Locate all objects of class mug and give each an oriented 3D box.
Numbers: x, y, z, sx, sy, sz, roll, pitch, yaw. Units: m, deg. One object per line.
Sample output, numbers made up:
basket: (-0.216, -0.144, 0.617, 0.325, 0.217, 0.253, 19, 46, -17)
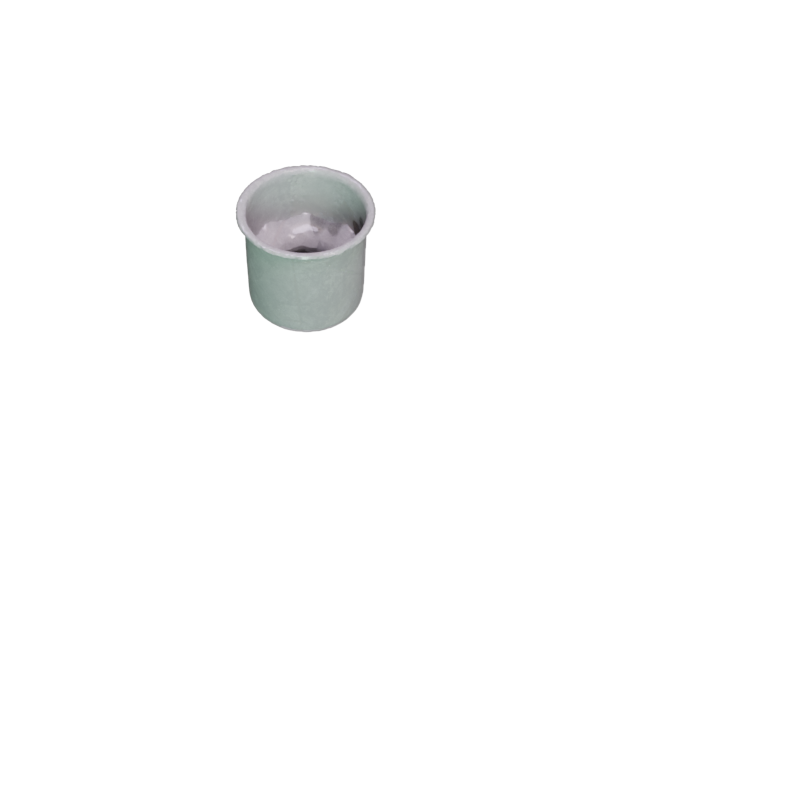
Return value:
mug: (-0.060, -0.110, 0.770, 0.096, 0.122, 0.076, 18, -40, 14)
